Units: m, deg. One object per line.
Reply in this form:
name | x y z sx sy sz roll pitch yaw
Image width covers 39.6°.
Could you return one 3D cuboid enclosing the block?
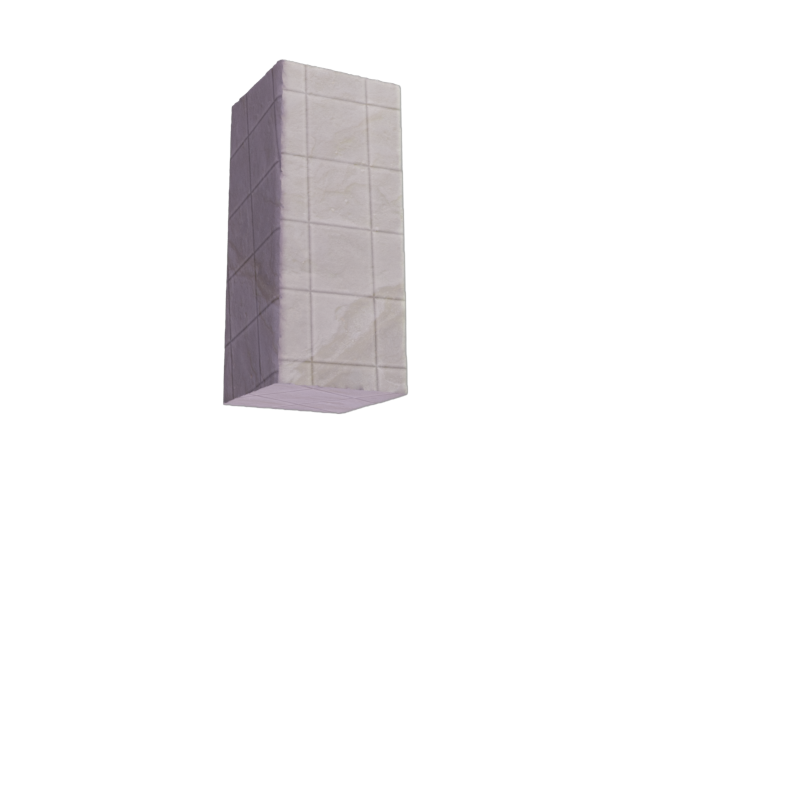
block | -0.056 -0.103 0.719 0.087 0.214 0.090 7 -18 -27
